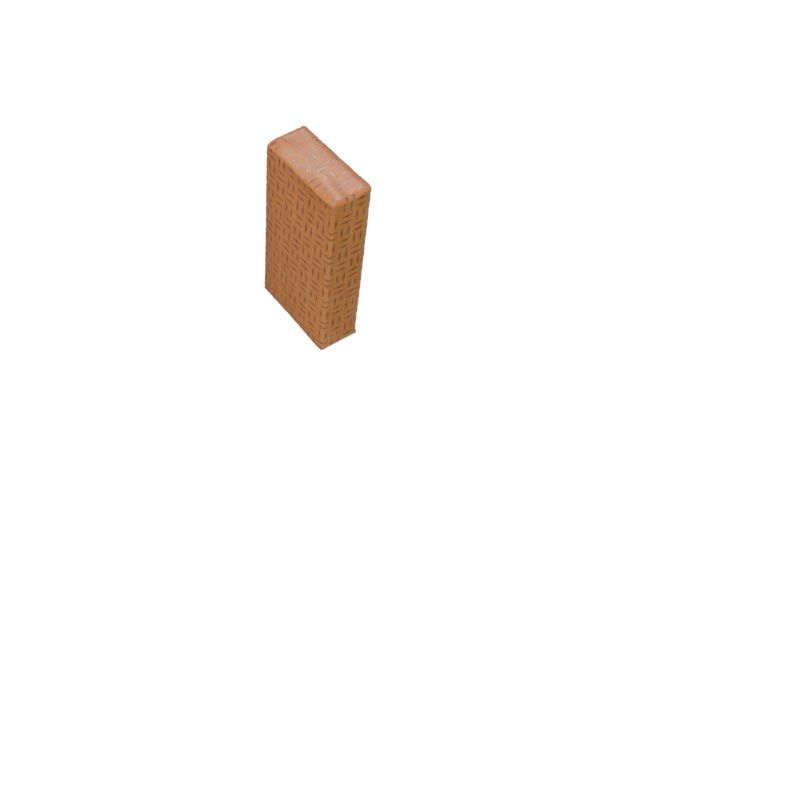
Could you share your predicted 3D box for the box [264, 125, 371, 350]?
[{"bbox_3d":[-0.073,-0.133,0.930,0.048,0.100,0.164,-29,-32,-24],"label":"box"}]
